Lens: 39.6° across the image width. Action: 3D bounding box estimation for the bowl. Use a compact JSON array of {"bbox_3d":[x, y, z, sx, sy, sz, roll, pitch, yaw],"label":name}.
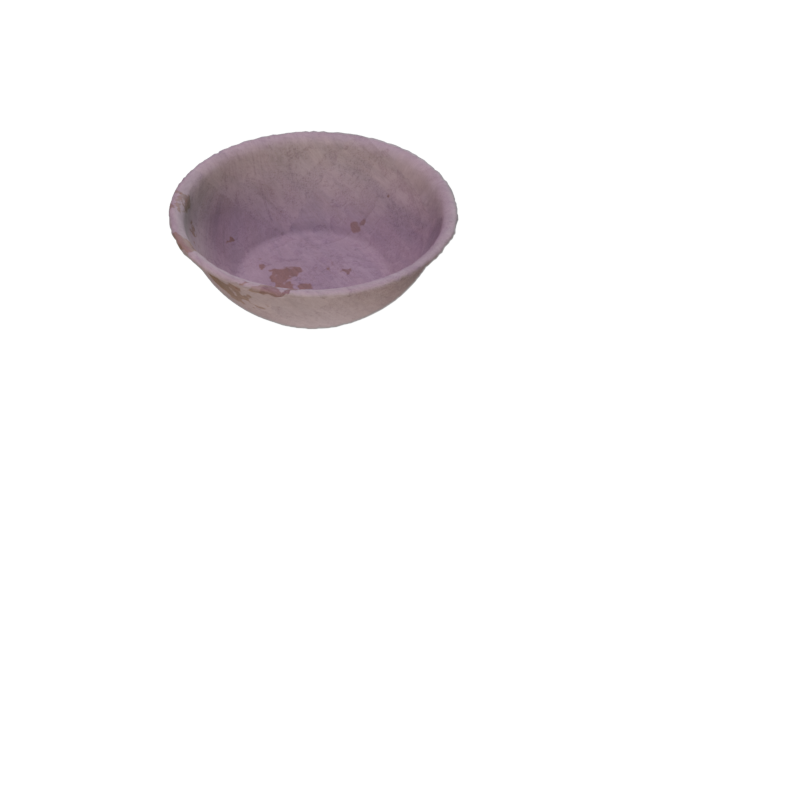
[{"bbox_3d":[-0.050,-0.091,0.635,0.162,0.051,0.174,-1,42,-2],"label":"bowl"}]
